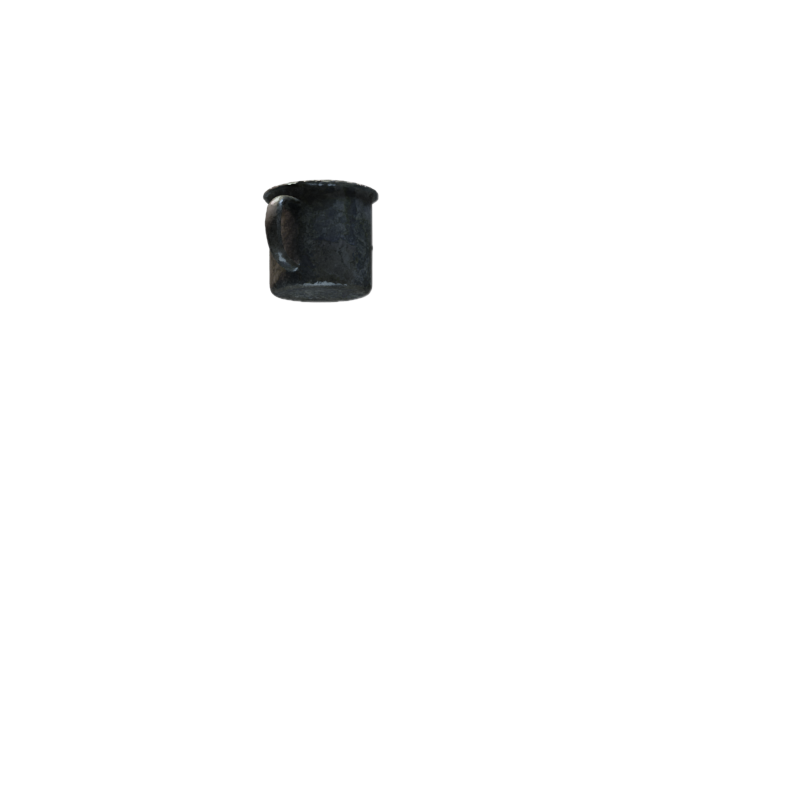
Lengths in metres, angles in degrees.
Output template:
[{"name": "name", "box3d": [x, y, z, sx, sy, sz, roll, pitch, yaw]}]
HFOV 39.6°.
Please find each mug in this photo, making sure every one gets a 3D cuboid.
[{"name": "mug", "box3d": [-0.068, -0.124, 0.870, 0.096, 0.084, 0.111, -5, -9, 27]}]
